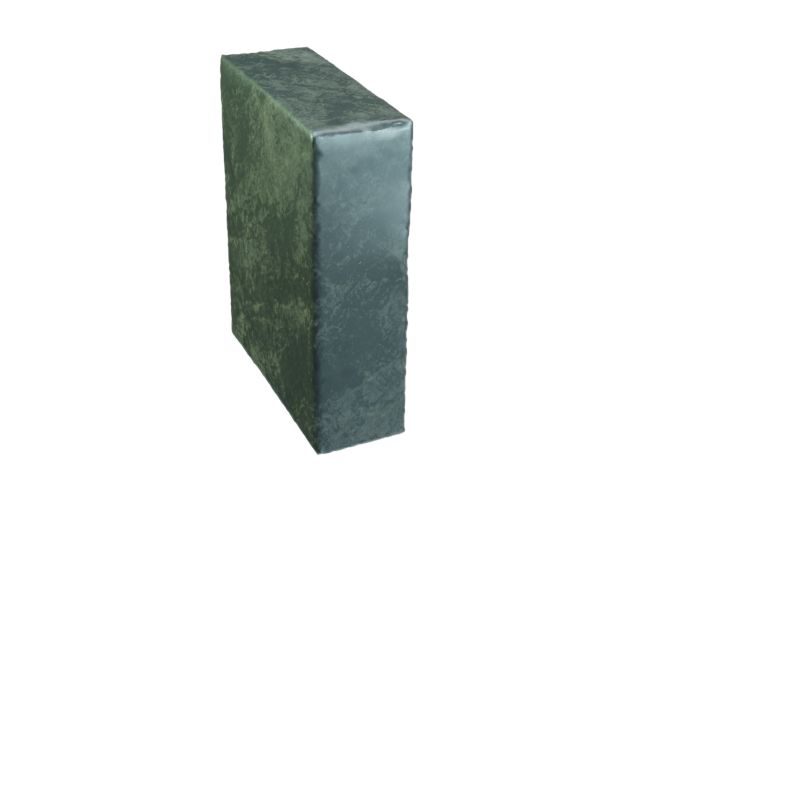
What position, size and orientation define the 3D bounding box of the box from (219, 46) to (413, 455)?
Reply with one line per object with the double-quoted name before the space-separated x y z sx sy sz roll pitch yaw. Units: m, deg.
"box" -0.056 -0.102 0.713 0.071 0.202 0.177 -11 32 -22
